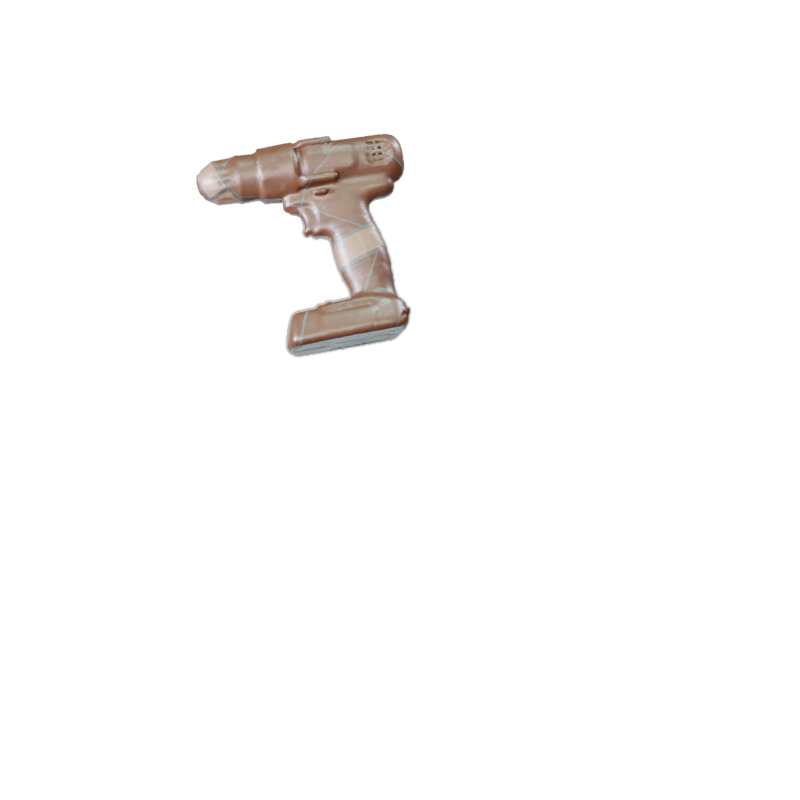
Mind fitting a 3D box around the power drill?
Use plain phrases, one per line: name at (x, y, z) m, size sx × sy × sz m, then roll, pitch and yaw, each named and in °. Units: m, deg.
power drill at (-0.075, -0.137, 0.960) m, size 0.184 × 0.196 × 0.055 m, roll -10°, pitch -16°, yaw -3°
